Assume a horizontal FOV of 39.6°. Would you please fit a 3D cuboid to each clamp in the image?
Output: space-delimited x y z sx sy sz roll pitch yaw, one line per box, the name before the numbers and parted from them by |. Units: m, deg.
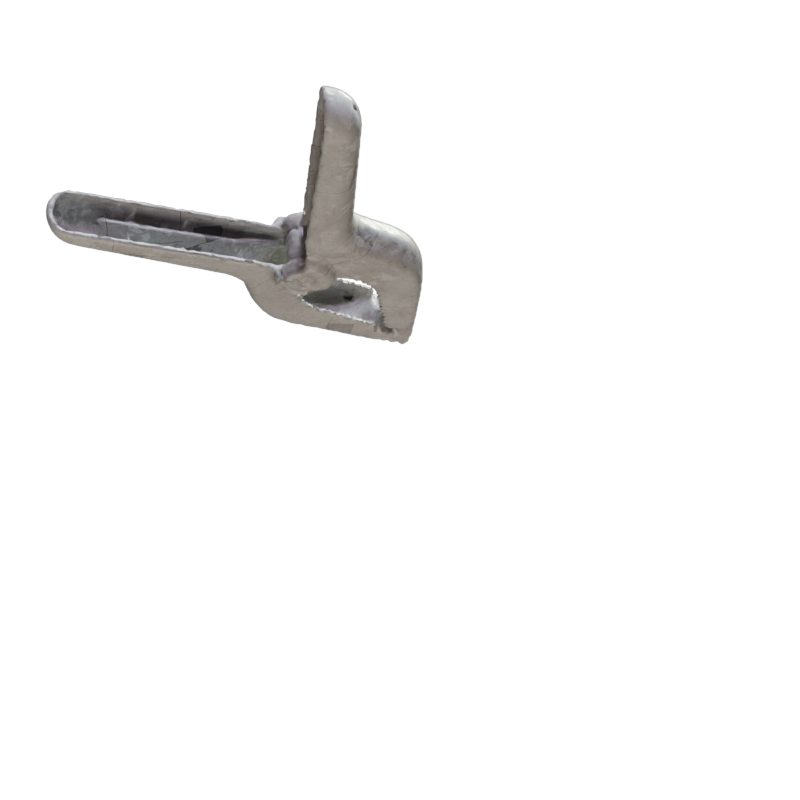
clamp | -0.043 -0.078 0.546 0.166 0.038 0.196 -16 -28 34
